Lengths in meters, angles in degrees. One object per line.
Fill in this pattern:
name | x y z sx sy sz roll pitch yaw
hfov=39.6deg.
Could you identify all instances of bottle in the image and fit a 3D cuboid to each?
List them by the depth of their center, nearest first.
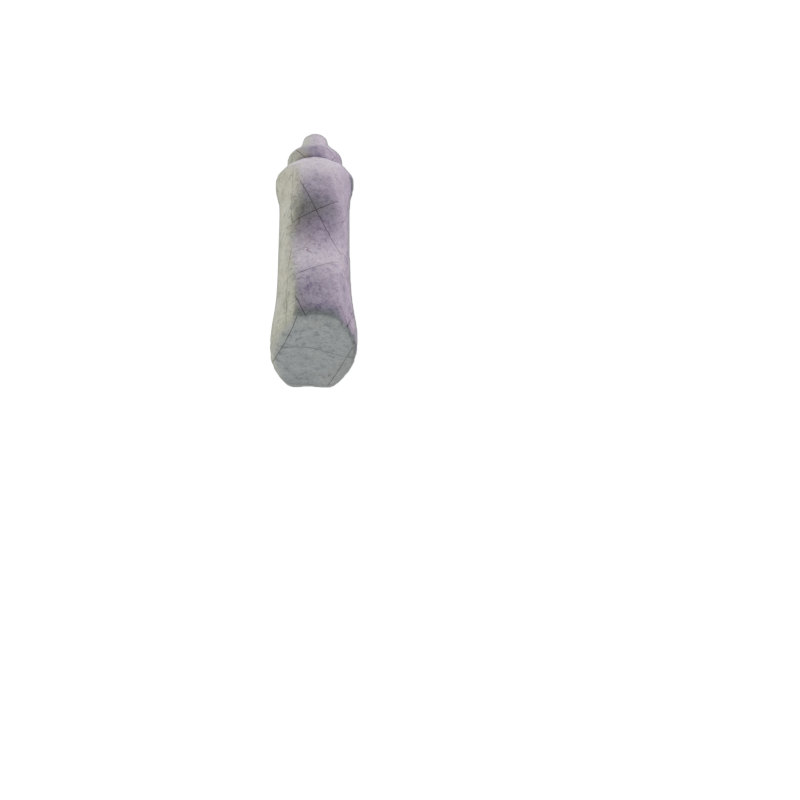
bottle | -0.061 -0.112 0.786 0.058 0.205 0.090 0 -34 -4
